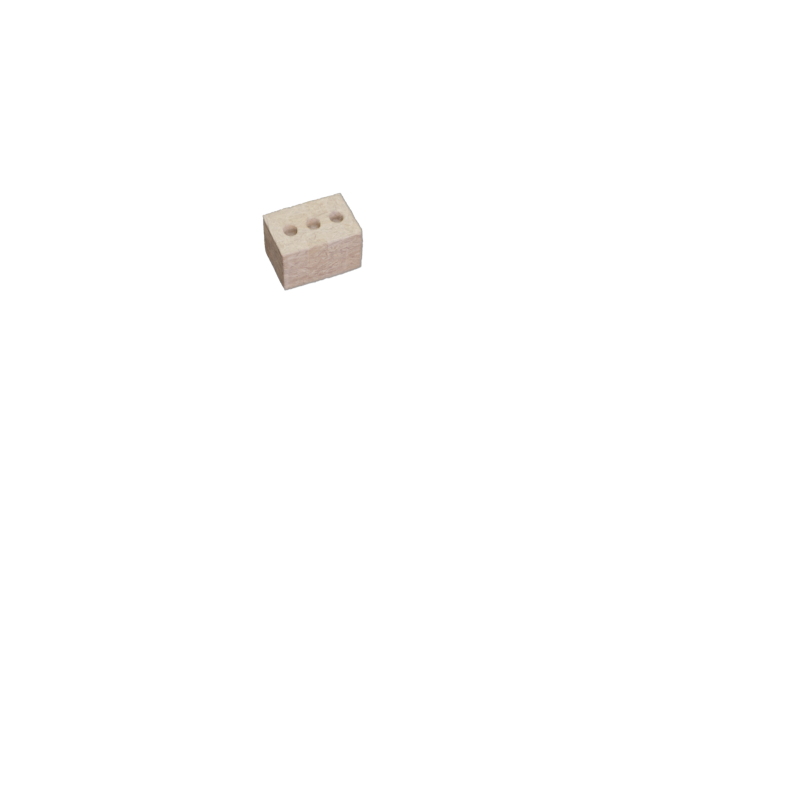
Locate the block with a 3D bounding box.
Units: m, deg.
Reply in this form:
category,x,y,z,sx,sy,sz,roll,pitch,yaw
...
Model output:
category,x,y,z,sx,sy,sz,roll,pitch,yaw
block,-0.078,-0.142,0.992,0.077,0.057,0.048,-19,-34,-15
